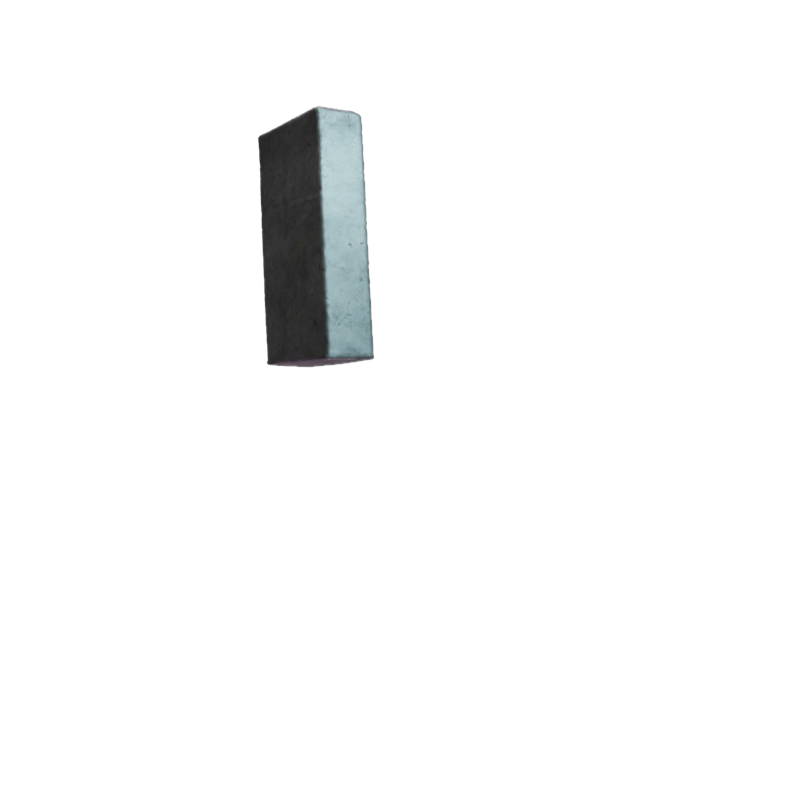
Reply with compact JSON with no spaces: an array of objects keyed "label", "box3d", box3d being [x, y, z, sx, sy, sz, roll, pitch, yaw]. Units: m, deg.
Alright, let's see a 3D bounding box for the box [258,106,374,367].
[{"label":"box","box3d":[-0.062,-0.114,0.799,0.046,0.180,0.095,5,-10,-33]}]
